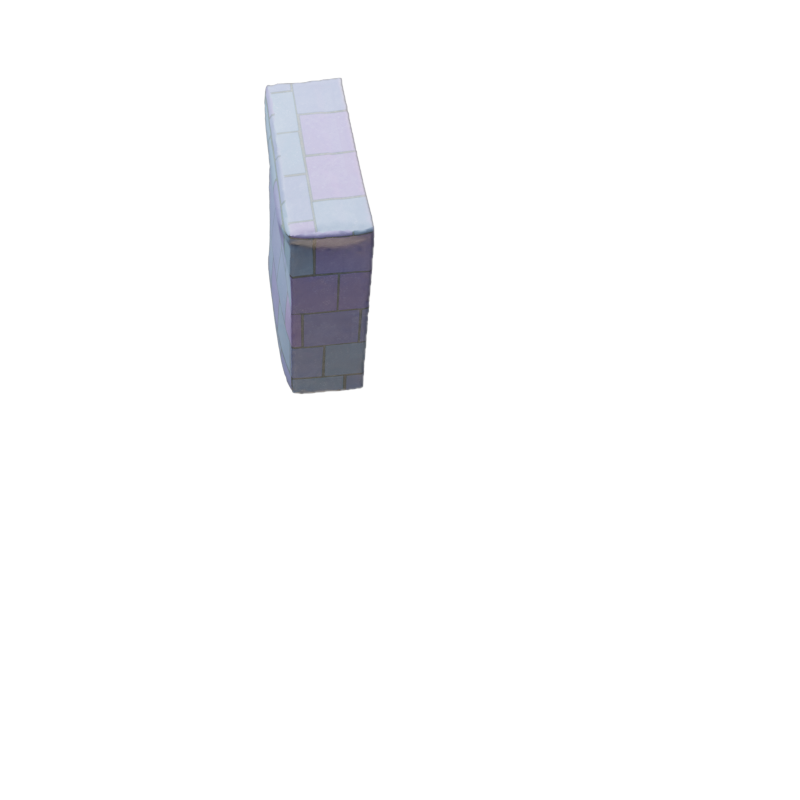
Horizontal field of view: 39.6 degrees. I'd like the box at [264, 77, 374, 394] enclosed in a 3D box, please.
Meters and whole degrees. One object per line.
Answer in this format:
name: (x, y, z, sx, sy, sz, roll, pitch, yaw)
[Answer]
box: (-0.072, -0.131, 0.915, 0.071, 0.177, 0.200, -6, -35, -8)
